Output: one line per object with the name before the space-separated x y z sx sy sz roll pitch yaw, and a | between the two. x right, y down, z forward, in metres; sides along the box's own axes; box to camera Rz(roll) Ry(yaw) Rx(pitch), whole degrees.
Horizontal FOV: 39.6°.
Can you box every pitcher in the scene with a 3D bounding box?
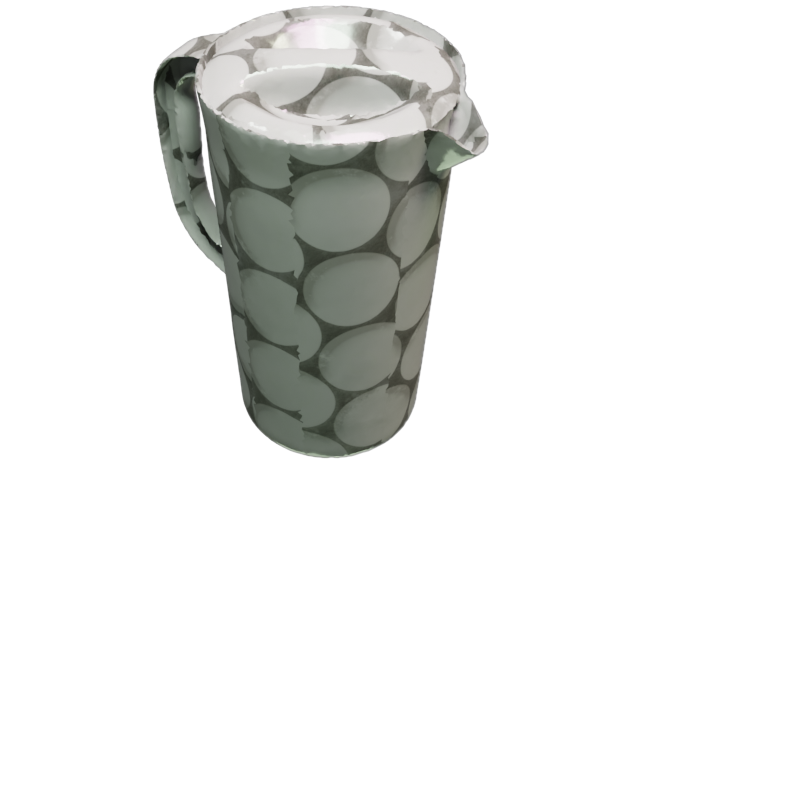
pitcher | -0.048 -0.088 0.618 0.143 0.226 0.162 -11 45 -15
